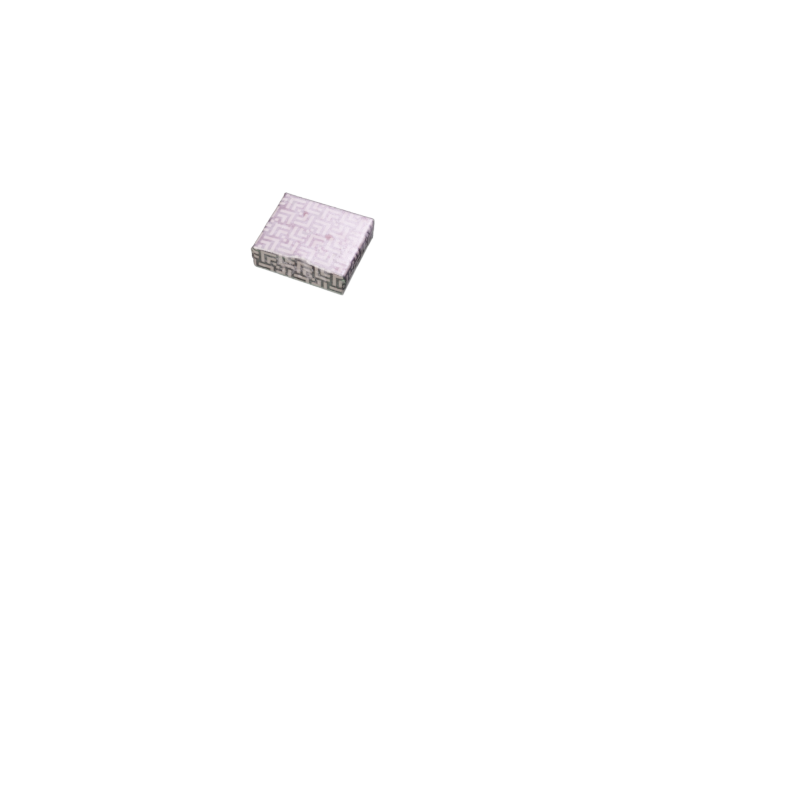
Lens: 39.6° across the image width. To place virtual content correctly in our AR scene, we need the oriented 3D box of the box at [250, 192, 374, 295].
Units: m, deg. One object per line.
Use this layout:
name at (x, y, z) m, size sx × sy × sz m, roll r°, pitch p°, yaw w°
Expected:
box at (-0.077, -0.140, 0.980) m, size 0.092 × 0.076 × 0.028 m, roll 18°, pitch -36°, yaw 13°
